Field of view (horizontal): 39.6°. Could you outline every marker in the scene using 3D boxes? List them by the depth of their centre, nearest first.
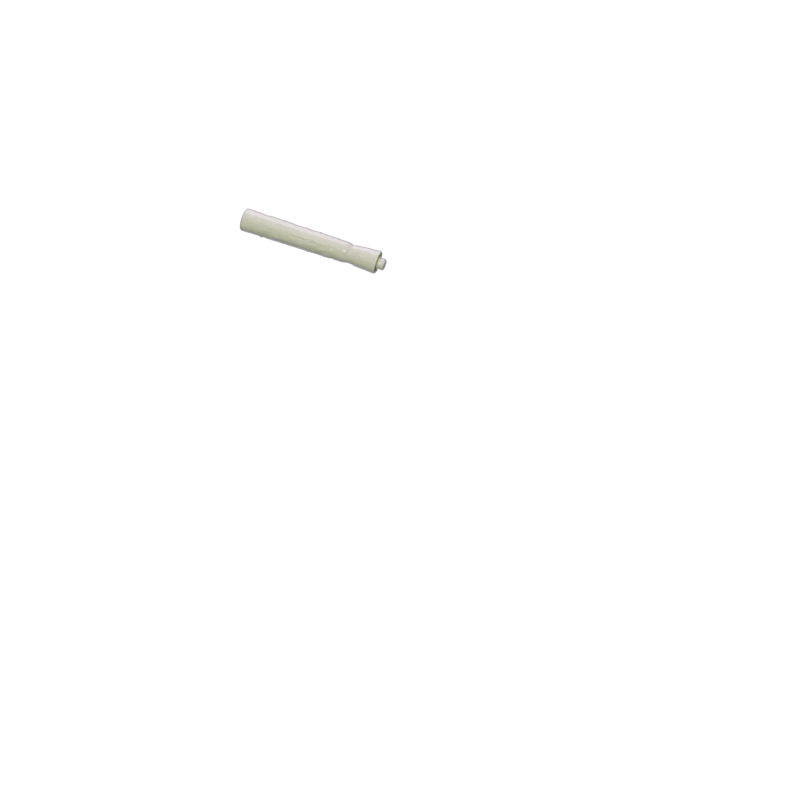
[{"bbox_3d":[-0.069,-0.126,0.880,0.124,0.019,0.019,20,8,13],"label":"marker"}]
